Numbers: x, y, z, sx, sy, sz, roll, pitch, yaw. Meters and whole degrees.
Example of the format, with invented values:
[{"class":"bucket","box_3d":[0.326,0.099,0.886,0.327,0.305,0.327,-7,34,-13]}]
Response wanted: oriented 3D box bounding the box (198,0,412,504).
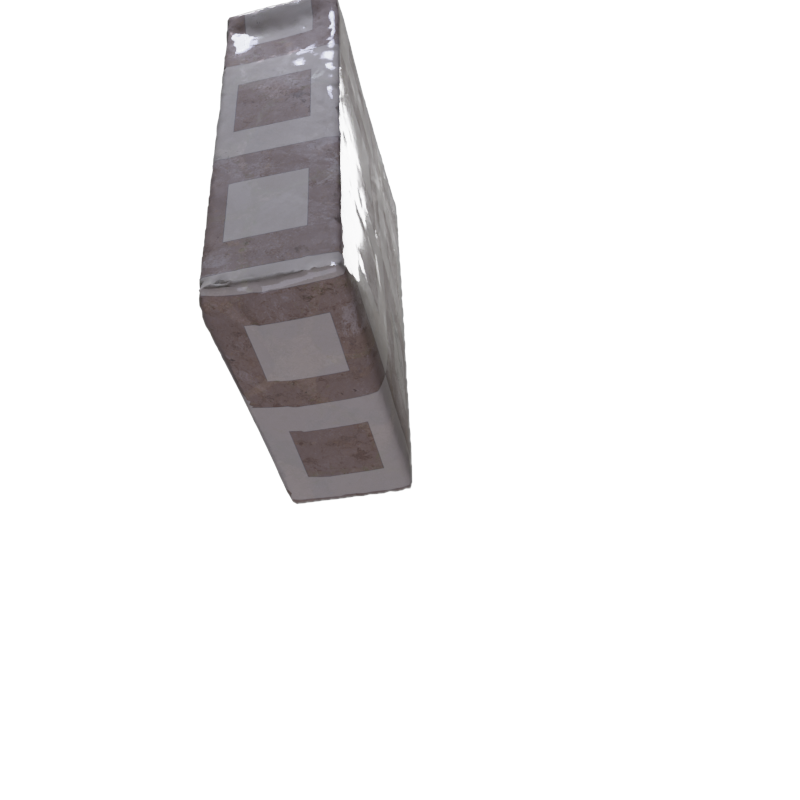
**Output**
[{"class":"box","box_3d":[-0.045,-0.083,0.579,0.072,0.230,0.151,-10,-43,7]}]
